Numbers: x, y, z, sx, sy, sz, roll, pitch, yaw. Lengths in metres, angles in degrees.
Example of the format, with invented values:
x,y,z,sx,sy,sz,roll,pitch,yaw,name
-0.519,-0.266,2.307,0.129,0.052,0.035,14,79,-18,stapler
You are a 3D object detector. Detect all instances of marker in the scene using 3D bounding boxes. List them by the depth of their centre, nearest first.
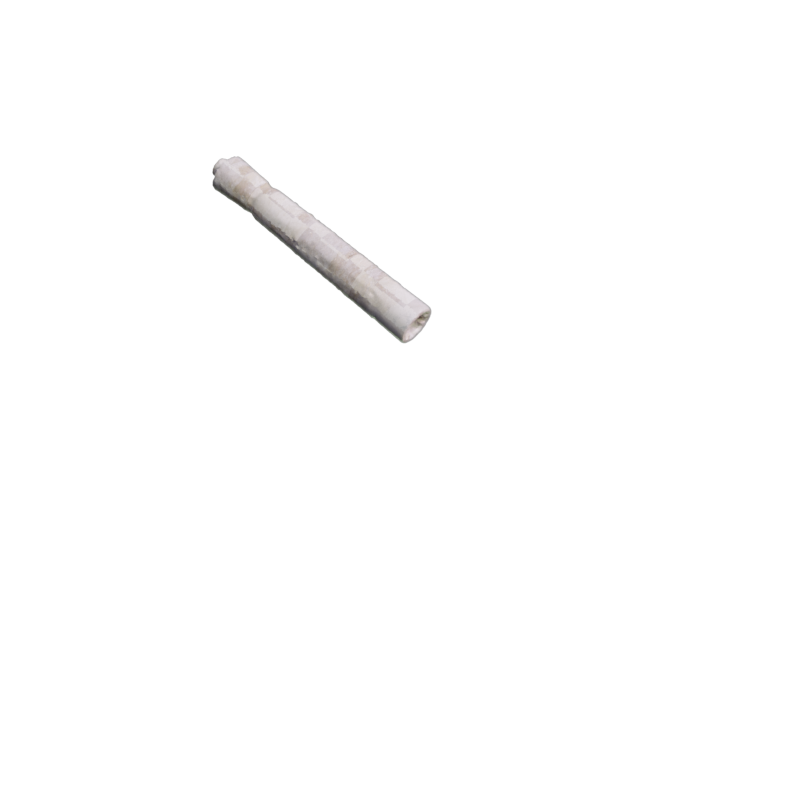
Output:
x,y,z,sx,sy,sz,roll,pitch,yaw,name
-0.038,-0.069,0.480,0.128,0.019,0.019,41,21,23,marker
